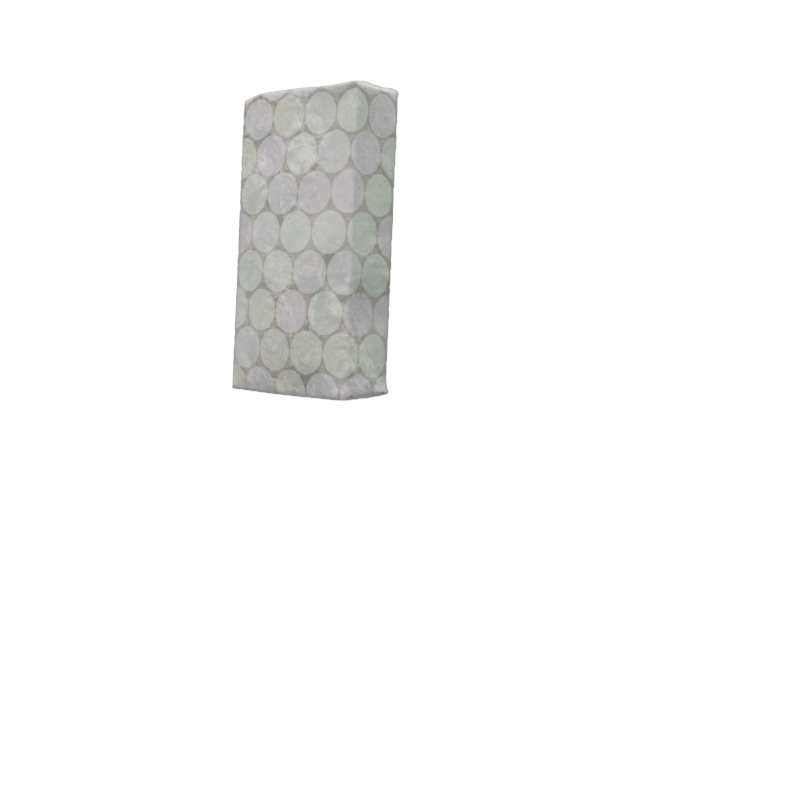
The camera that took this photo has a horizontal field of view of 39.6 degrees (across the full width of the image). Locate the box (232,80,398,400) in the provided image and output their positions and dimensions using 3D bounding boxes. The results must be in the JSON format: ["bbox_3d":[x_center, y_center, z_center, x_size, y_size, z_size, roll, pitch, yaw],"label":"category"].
[{"bbox_3d":[-0.051,-0.092,0.644,0.097,0.177,0.046,0,-1,41],"label":"box"}]
